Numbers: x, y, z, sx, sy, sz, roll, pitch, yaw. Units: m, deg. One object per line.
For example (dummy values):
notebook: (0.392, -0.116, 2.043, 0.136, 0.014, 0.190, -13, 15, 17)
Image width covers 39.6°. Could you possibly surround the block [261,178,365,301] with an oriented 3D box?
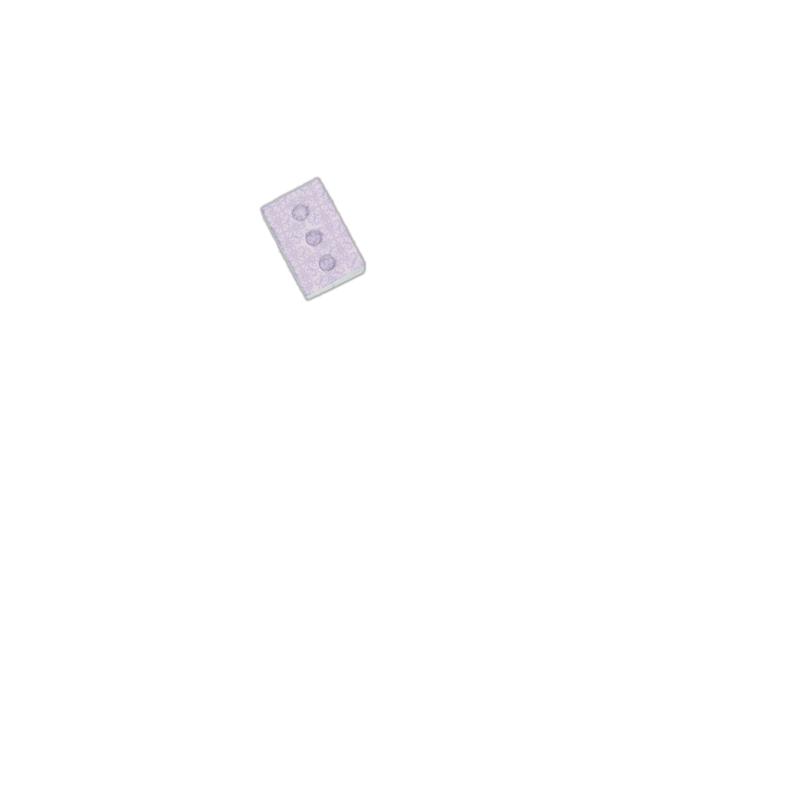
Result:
block: (-0.068, -0.123, 0.863, 0.053, 0.079, 0.051, -28, -4, -3)
